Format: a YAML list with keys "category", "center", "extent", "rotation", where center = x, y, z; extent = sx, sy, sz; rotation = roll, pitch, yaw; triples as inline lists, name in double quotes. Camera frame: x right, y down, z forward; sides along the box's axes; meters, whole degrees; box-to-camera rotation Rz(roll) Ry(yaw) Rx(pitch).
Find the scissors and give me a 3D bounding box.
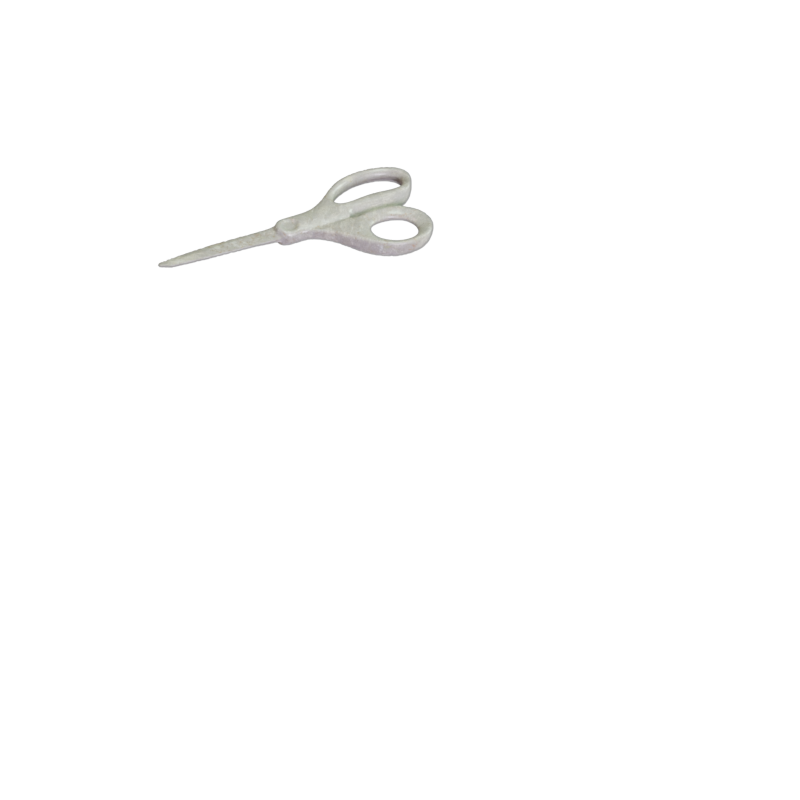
- category: "scissors"
  center: [-0.062, -0.113, 0.788]
  extent: [0.202, 0.015, 0.103]
  rotation: [-32, 54, -27]
